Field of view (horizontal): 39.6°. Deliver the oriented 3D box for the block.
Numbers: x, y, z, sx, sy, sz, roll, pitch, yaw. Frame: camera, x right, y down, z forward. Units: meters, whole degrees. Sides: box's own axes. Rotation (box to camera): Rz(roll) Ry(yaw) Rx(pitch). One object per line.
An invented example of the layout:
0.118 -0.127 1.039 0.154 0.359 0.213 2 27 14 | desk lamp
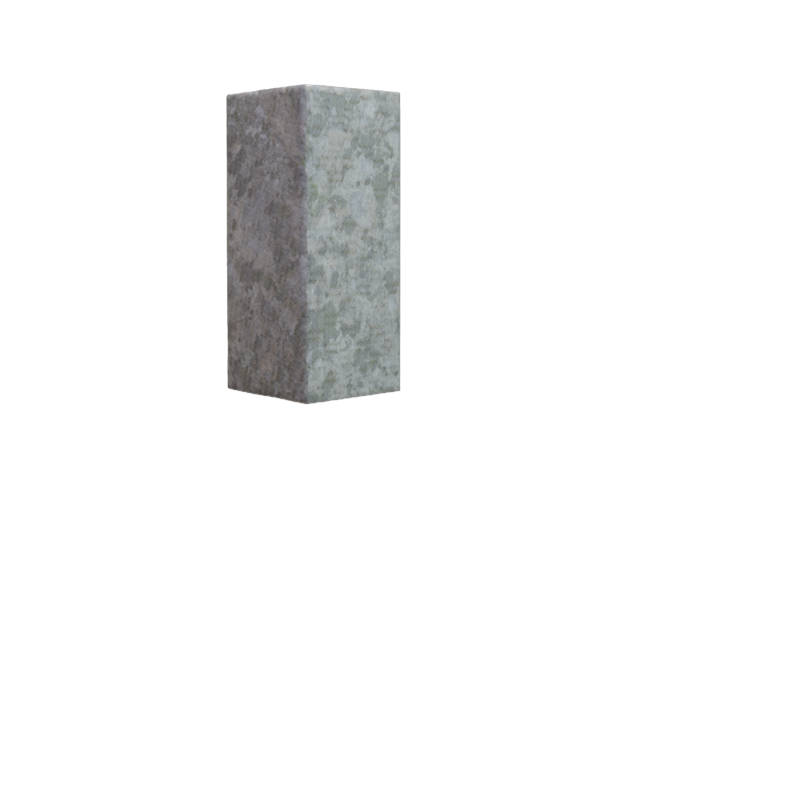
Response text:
-0.060 -0.110 0.769 0.087 0.205 0.094 -2 4 -42 | block
